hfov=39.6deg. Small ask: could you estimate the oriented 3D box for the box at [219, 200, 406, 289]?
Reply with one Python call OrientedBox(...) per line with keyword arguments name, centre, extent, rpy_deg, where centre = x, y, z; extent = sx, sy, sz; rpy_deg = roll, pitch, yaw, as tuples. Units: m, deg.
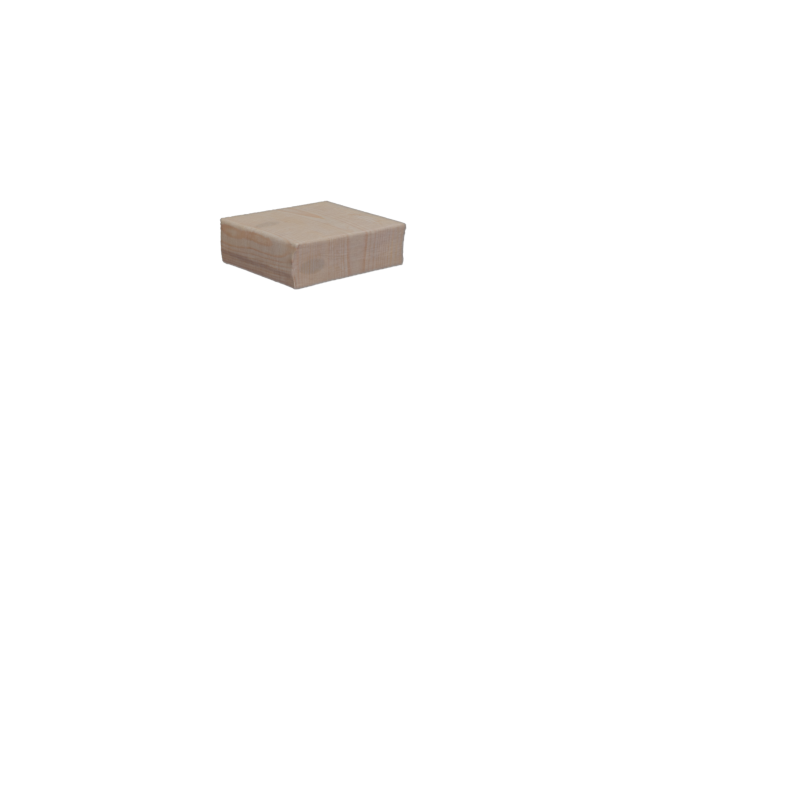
OrientedBox(name="box", centre=(-0.066, -0.119, 0.836), extent=(0.112, 0.037, 0.095), rpy_deg=(-20, 30, -40))
